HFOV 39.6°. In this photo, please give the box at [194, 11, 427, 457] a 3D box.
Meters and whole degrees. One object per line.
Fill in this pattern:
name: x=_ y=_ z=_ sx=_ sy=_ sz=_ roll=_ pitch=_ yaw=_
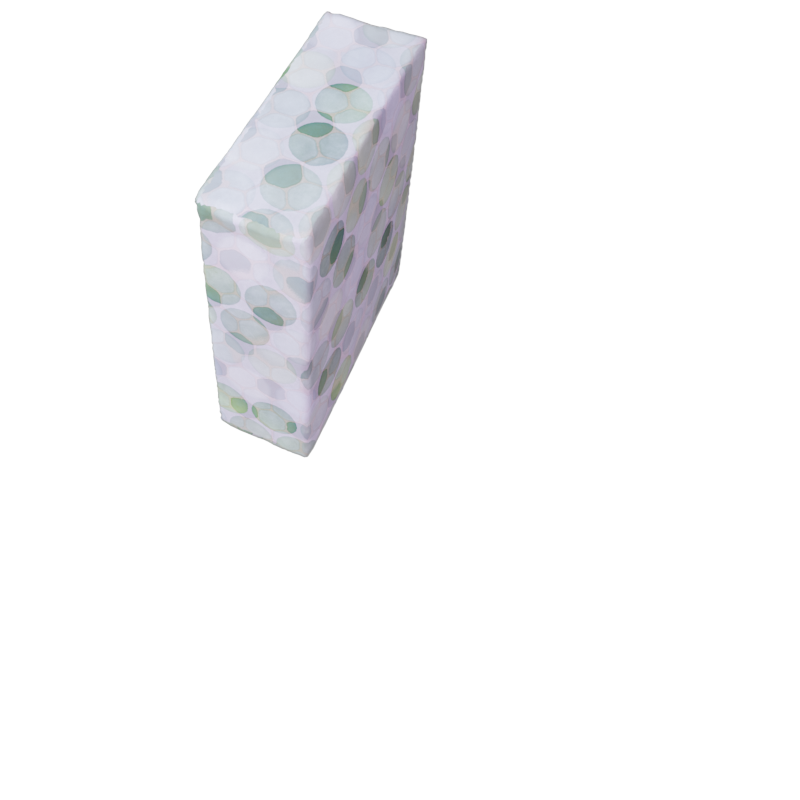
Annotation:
box: x=-0.051 y=-0.094 z=0.657 sx=0.074 sy=0.171 sz=0.200 roll=19 pitch=-34 yaw=9
